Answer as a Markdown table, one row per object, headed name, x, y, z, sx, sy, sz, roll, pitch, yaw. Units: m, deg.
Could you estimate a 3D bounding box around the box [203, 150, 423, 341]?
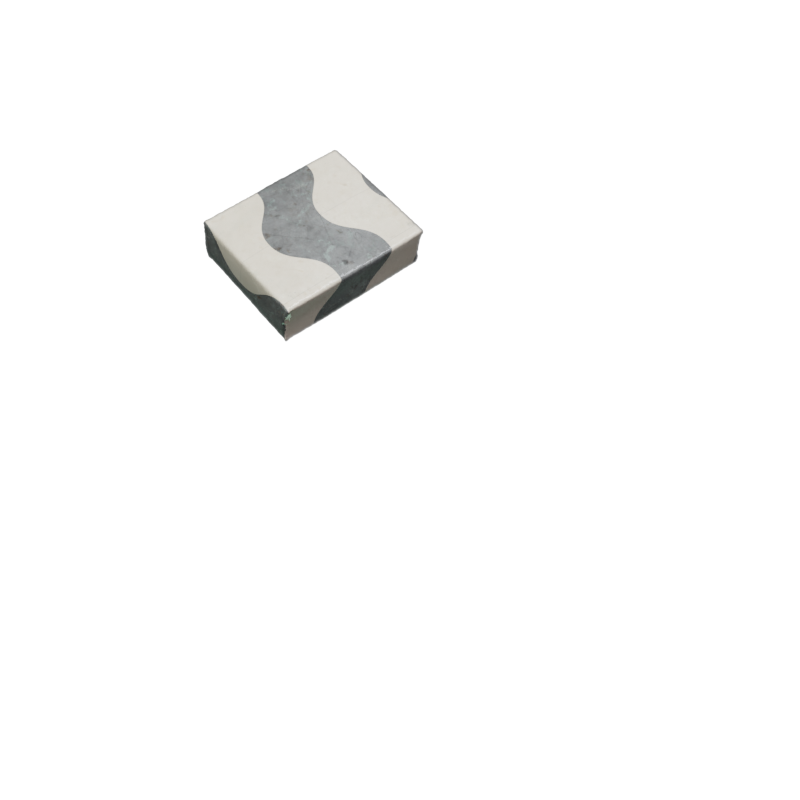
| name | x | y | z | sx | sy | sz | roll | pitch | yaw |
| --- | --- | --- | --- | --- | --- | --- | --- | --- | --- |
| box | -0.056 | -0.103 | 0.719 | 0.114 | 0.096 | 0.036 | -34 | -28 | -22 |
